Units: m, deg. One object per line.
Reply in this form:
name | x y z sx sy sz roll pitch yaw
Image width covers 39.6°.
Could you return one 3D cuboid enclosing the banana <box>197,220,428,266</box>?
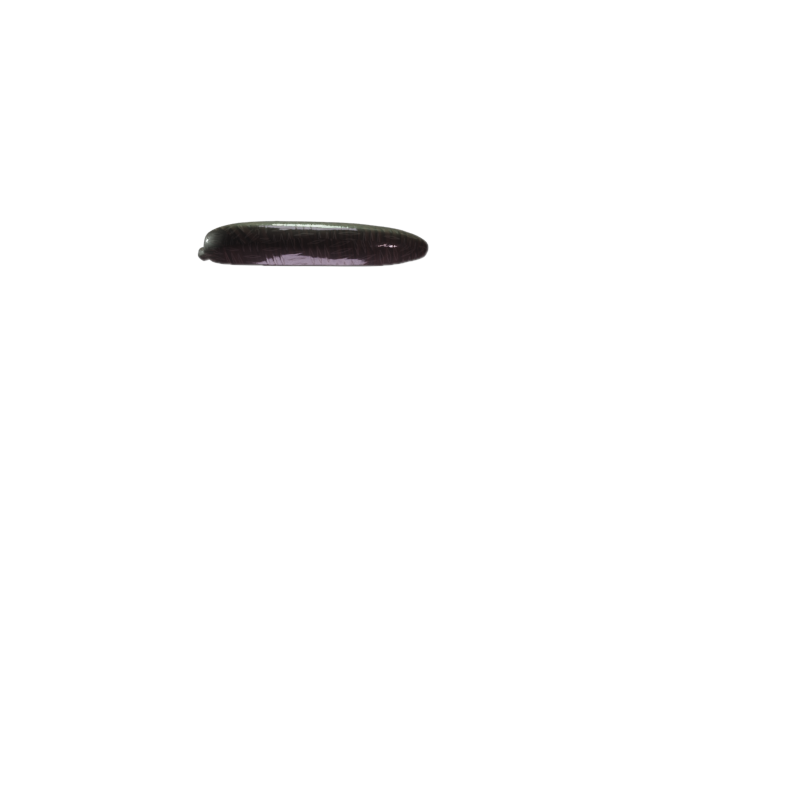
banana | -0.078 -0.128 0.905 0.200 0.036 0.070 2 10 10
